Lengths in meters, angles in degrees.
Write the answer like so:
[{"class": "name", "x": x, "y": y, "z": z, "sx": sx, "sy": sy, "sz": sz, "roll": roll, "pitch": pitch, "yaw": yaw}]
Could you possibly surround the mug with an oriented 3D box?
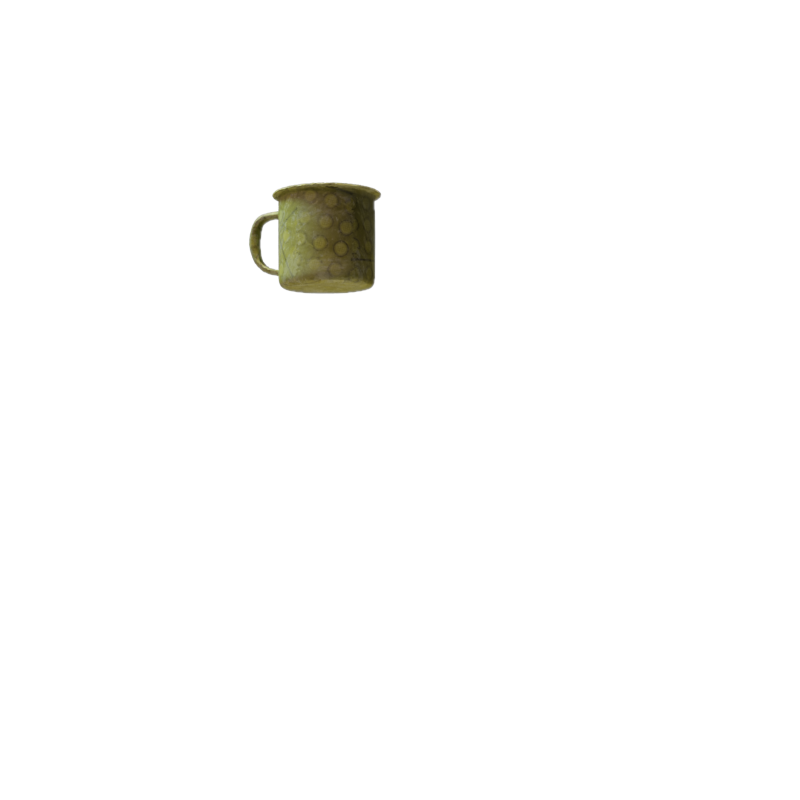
[{"class": "mug", "x": -0.074, "y": -0.134, "z": 0.942, "sx": 0.119, "sy": 0.083, "sz": 0.090, "roll": -1, "pitch": -5, "yaw": 16}]
